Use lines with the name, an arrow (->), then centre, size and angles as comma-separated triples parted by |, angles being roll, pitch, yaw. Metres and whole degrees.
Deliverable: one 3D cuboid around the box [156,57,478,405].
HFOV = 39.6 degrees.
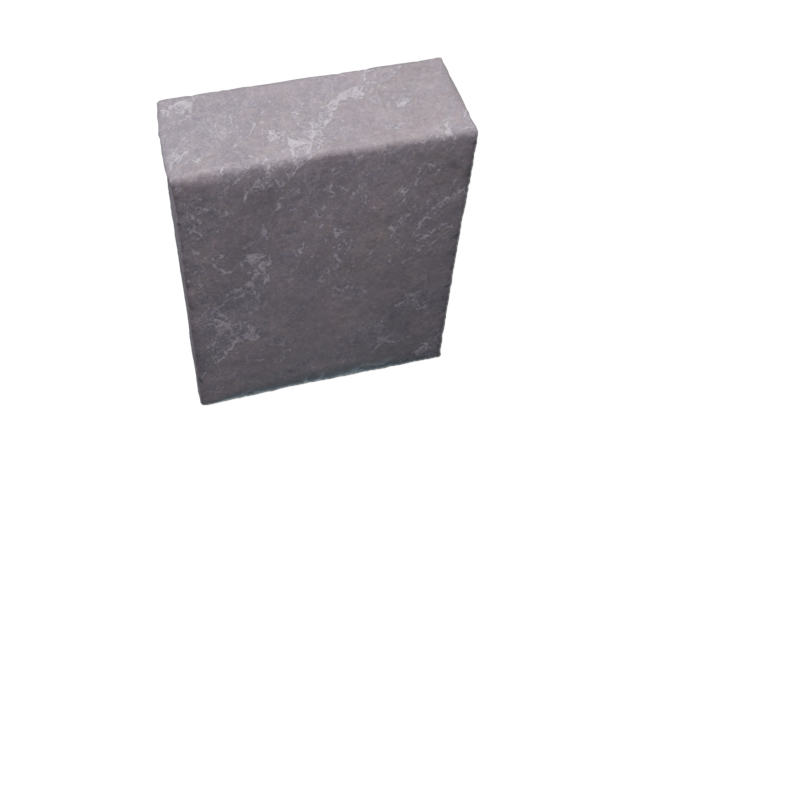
box -> -0.052, -0.095, 0.663 | 0.163, 0.077, 0.200 | -11, -34, -10
